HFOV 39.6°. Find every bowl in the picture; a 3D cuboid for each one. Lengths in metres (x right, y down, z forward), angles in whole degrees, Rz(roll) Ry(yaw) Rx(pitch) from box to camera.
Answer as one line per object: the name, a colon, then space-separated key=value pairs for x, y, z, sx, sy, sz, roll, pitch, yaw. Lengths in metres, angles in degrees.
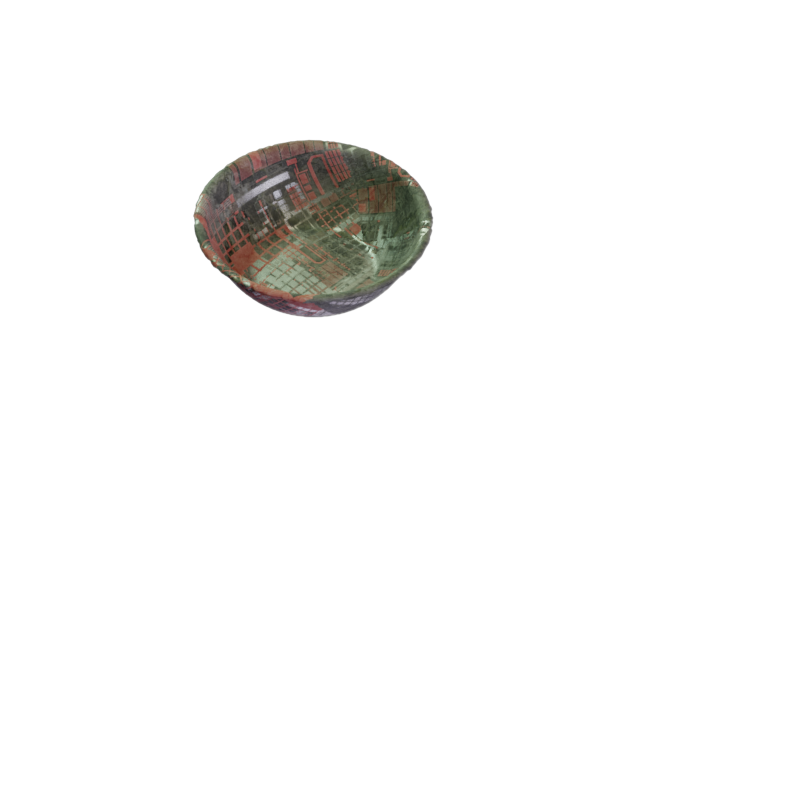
bowl: x=-0.060 y=-0.110 z=0.767 sx=0.162 sy=0.174 sz=0.051 roll=-1 pitch=-42 yaw=-1
